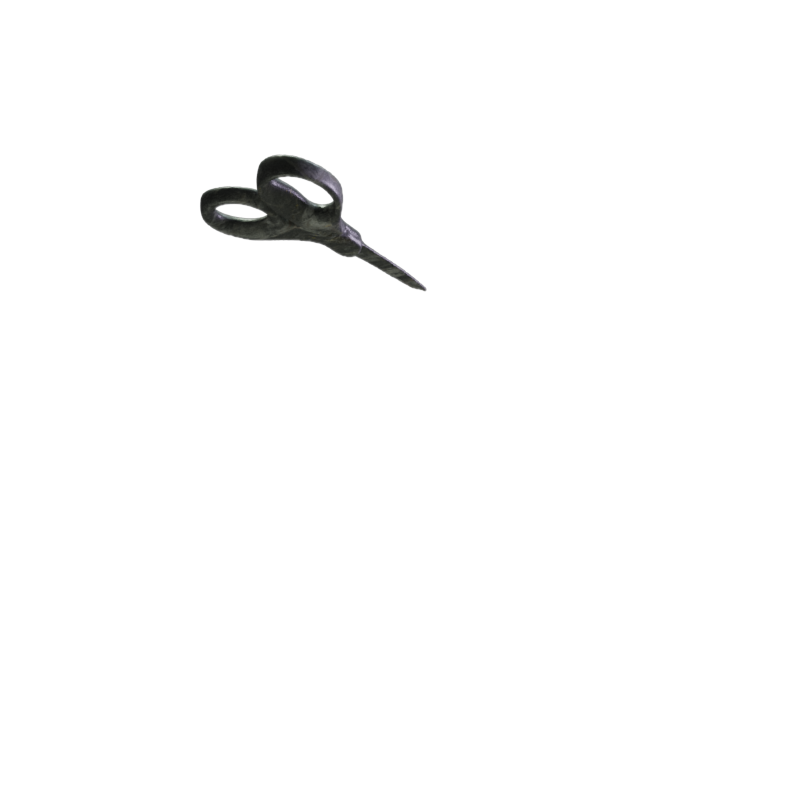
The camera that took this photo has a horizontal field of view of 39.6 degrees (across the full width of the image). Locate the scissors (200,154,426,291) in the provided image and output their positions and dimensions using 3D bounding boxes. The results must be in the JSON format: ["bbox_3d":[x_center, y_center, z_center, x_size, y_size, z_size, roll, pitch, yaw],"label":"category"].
[{"bbox_3d":[-0.056,-0.101,0.709,0.098,0.017,0.188,-6,-20,17],"label":"scissors"}]
